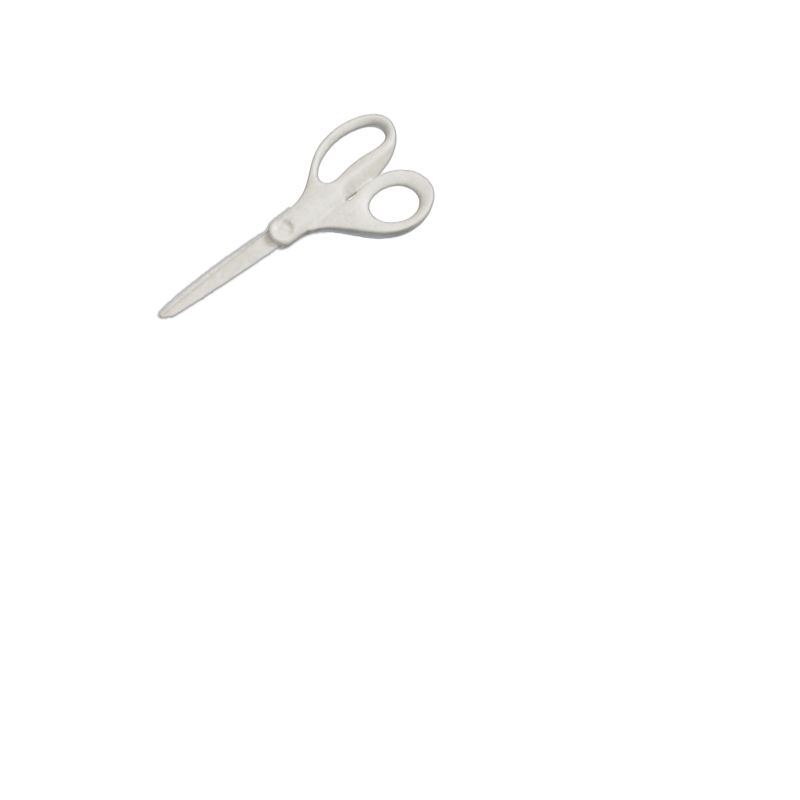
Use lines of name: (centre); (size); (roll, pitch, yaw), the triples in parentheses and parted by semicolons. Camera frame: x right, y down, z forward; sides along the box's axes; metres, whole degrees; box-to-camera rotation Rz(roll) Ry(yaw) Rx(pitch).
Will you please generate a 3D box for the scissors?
scissors: (-0.057, -0.103, 0.724); (0.099, 0.205, 0.015); (34, -17, 12)
